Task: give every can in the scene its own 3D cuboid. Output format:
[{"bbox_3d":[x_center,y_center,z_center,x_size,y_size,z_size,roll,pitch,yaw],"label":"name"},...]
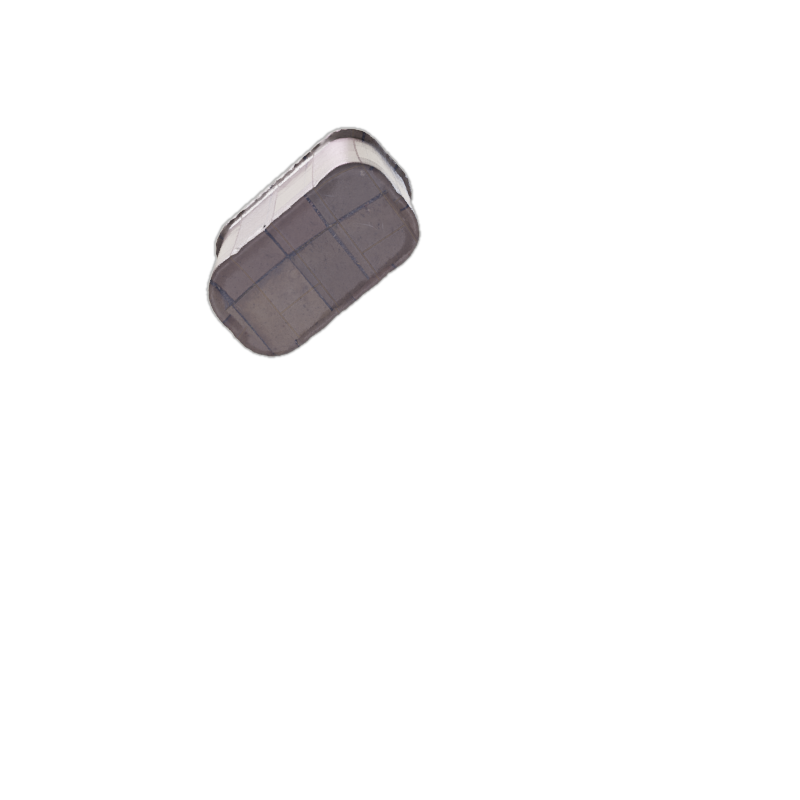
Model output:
[{"bbox_3d":[-0.040,-0.074,0.515,0.101,0.055,0.087,-39,17,10],"label":"can"}]
